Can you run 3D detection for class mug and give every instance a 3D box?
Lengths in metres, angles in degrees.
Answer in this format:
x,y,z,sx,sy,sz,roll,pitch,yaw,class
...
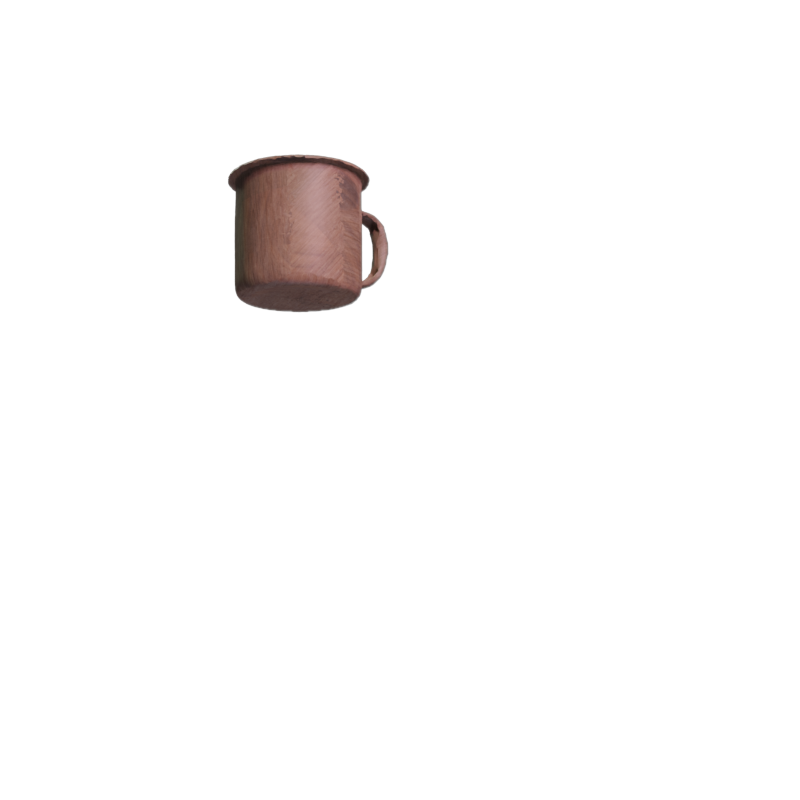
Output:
x,y,z,sx,sy,sz,roll,pitch,yaw,class
-0.057,-0.103,0.723,0.111,0.084,0.095,9,-16,-38,mug
